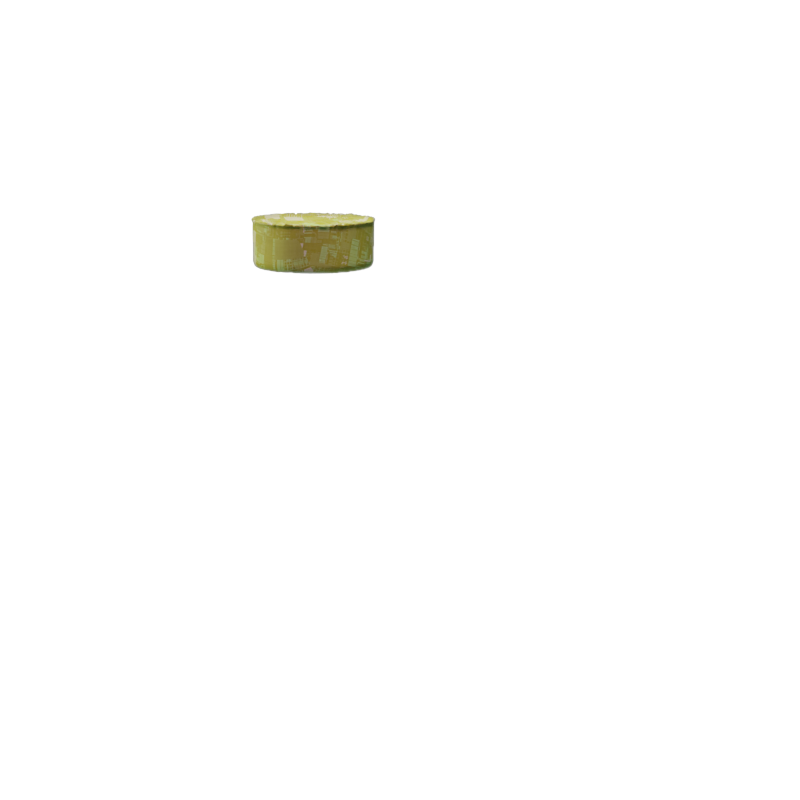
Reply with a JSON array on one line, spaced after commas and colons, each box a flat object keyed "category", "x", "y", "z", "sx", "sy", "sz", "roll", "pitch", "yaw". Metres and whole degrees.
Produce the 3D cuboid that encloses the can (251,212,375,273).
[{"category": "can", "x": -0.060, "y": -0.110, "z": 0.772, "sx": 0.086, "sy": 0.033, "sz": 0.088, "roll": 0, "pitch": 14, "yaw": -2}]
